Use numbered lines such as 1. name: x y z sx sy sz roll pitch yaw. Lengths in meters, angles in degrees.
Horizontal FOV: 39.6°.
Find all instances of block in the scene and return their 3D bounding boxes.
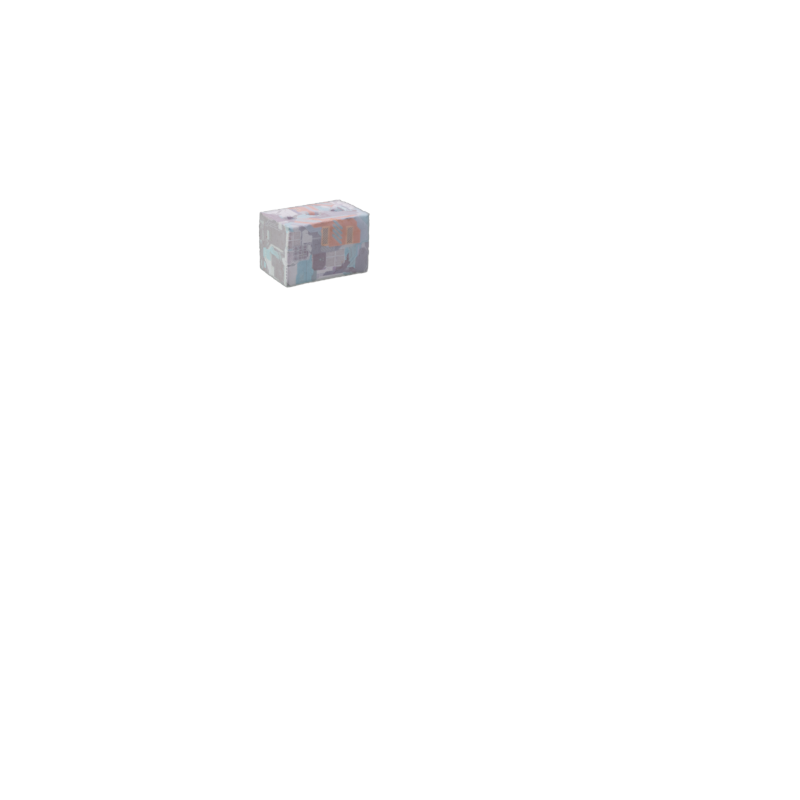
1. block: -0.071 -0.130 0.910 0.076 0.049 0.056 -14 27 -29
